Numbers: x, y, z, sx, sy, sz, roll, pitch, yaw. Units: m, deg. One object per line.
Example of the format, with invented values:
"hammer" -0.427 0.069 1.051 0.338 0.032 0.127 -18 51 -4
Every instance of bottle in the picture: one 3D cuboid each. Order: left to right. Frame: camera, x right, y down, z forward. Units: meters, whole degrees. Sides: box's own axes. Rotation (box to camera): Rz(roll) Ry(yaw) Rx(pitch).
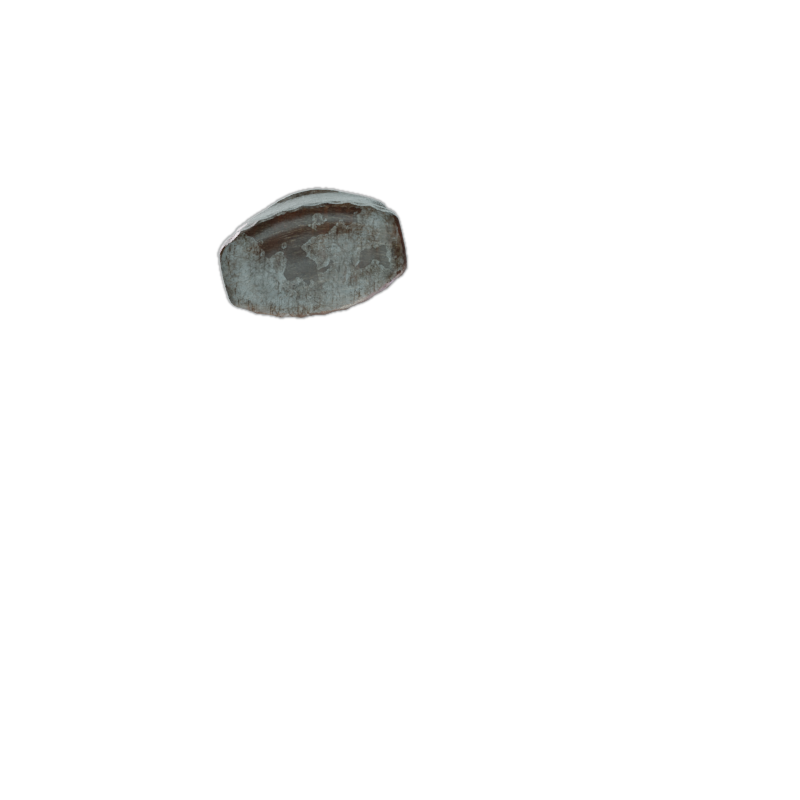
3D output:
"bottle" -0.051 -0.093 0.654 0.096 0.057 0.197 -13 14 -1
